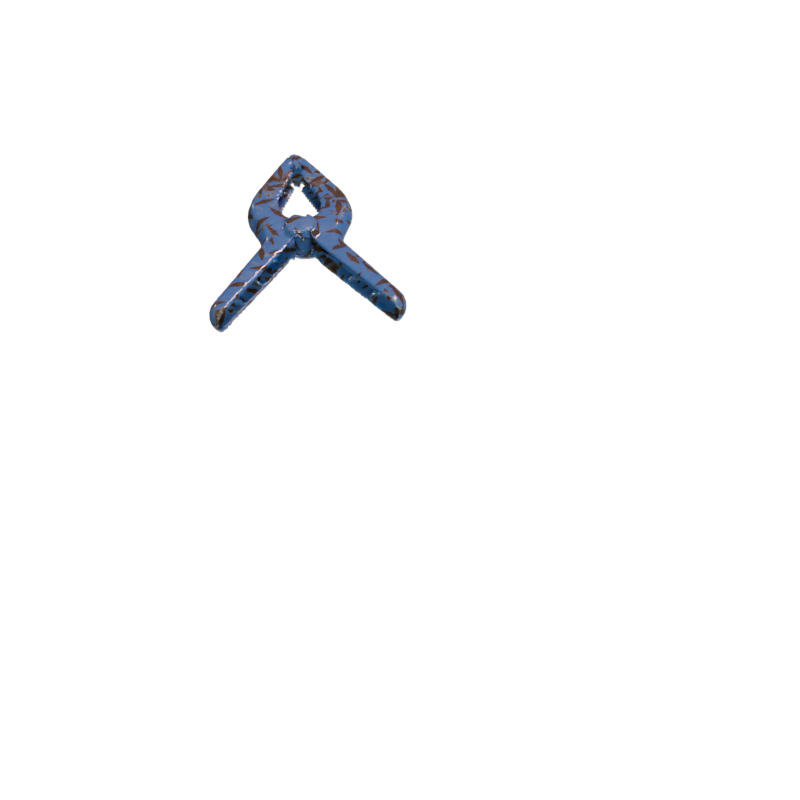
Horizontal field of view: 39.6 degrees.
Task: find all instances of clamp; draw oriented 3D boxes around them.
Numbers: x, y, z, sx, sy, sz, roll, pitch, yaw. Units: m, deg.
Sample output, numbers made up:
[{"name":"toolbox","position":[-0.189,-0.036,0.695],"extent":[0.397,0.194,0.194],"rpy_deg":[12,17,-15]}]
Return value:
[{"name":"clamp","position":[-0.077,-0.141,0.989],"extent":[0.165,0.225,0.034],"rpy_deg":[1,-42,1]}]
